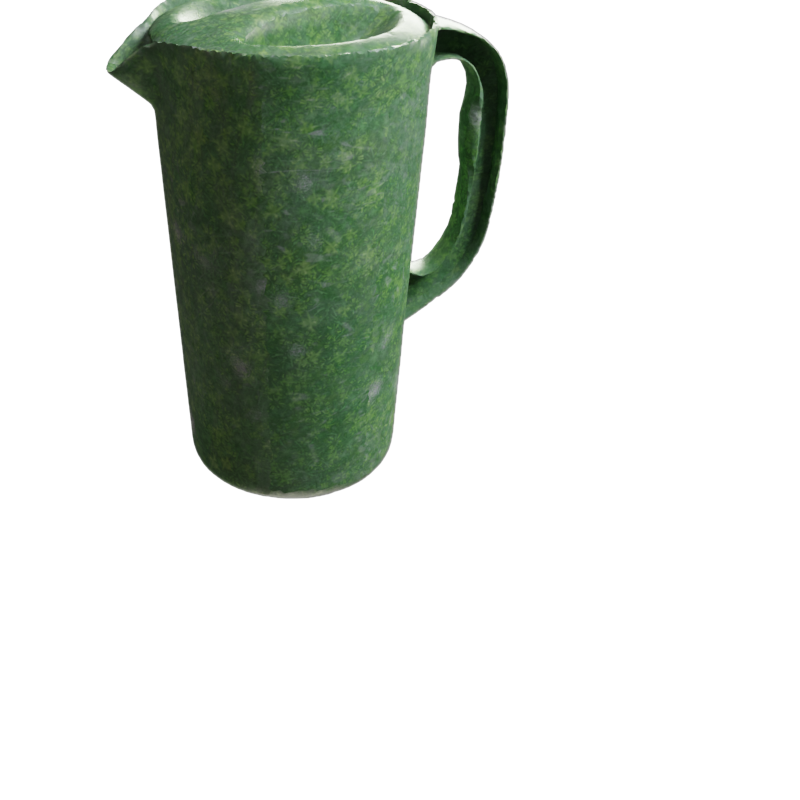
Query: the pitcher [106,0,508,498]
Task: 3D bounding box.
[{"bbox_3d":[-0.043,-0.079,0.551,0.156,0.229,0.147,16,32,24],"label":"pitcher"}]
